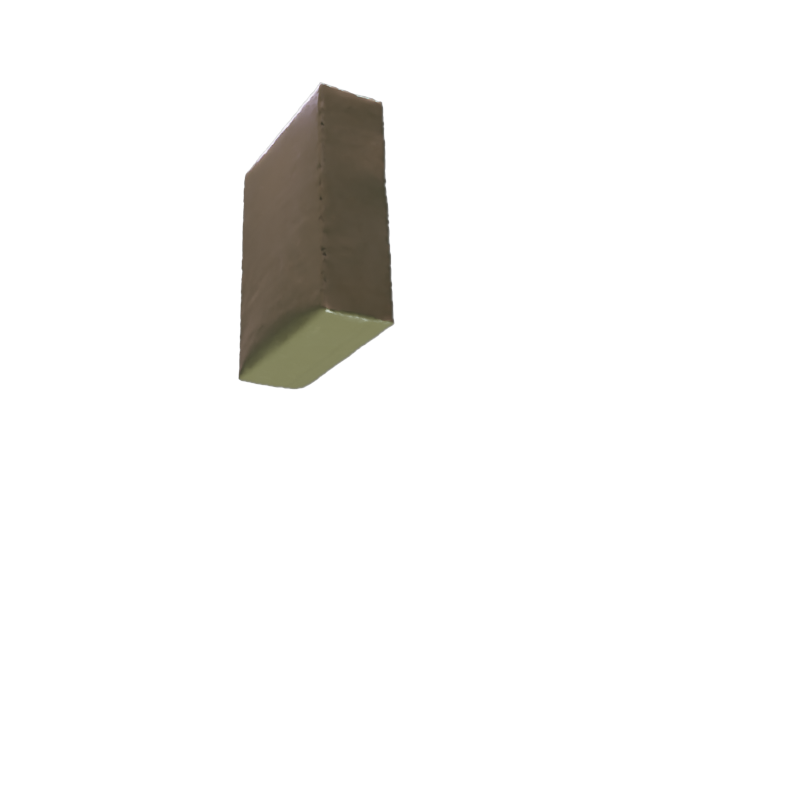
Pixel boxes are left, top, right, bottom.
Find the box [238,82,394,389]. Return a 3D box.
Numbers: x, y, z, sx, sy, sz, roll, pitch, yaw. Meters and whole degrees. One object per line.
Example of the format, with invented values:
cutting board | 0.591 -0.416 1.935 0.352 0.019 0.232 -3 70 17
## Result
box | -0.075 -0.136 0.953 0.069 0.227 0.162 13 -29 -28
